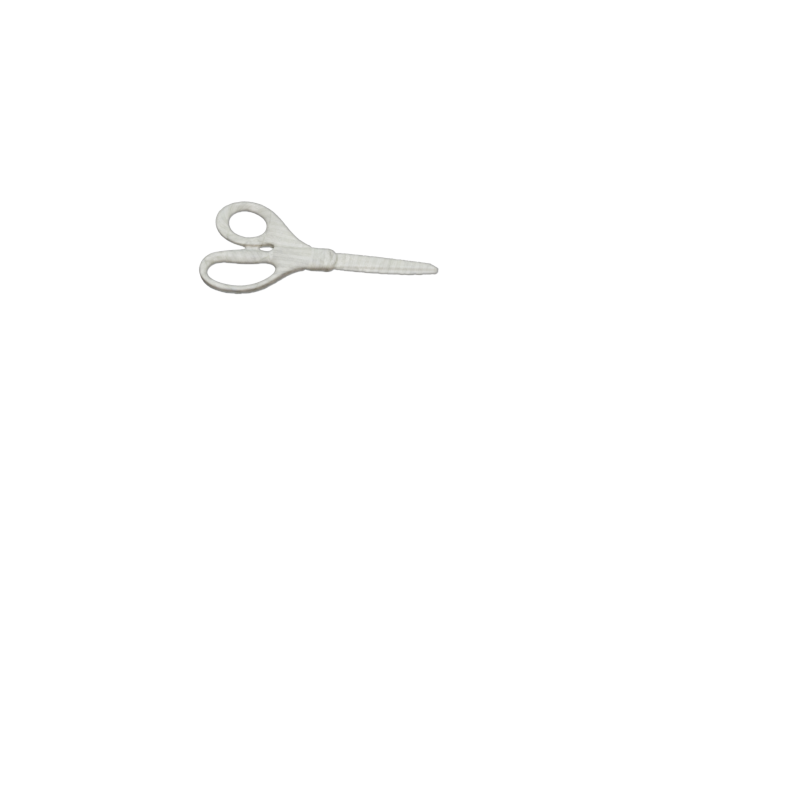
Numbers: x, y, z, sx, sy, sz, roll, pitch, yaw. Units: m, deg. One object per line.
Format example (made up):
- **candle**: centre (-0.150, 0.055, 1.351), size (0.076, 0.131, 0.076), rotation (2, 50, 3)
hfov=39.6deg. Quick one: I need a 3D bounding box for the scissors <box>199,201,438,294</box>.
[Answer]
- **scissors**: centre (-0.075, -0.137, 0.961), size (0.201, 0.102, 0.015), rotation (-9, -26, -5)
